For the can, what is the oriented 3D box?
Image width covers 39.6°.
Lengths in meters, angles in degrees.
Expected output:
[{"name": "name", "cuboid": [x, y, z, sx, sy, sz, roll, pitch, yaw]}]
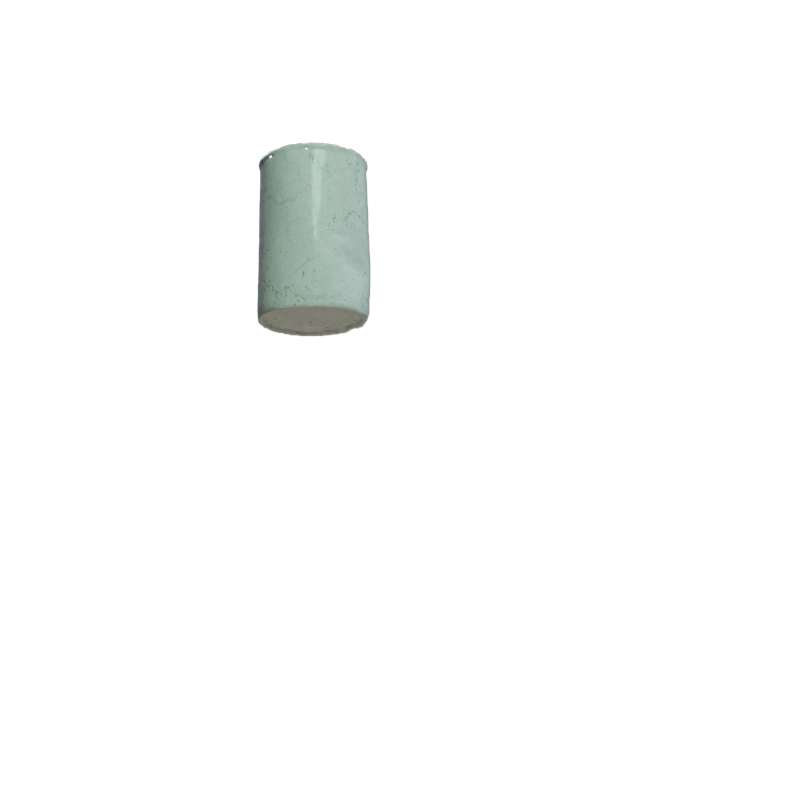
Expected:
[{"name": "can", "cuboid": [-0.053, -0.096, 0.675, 0.068, 0.107, 0.066, 0, -17, -2]}]
